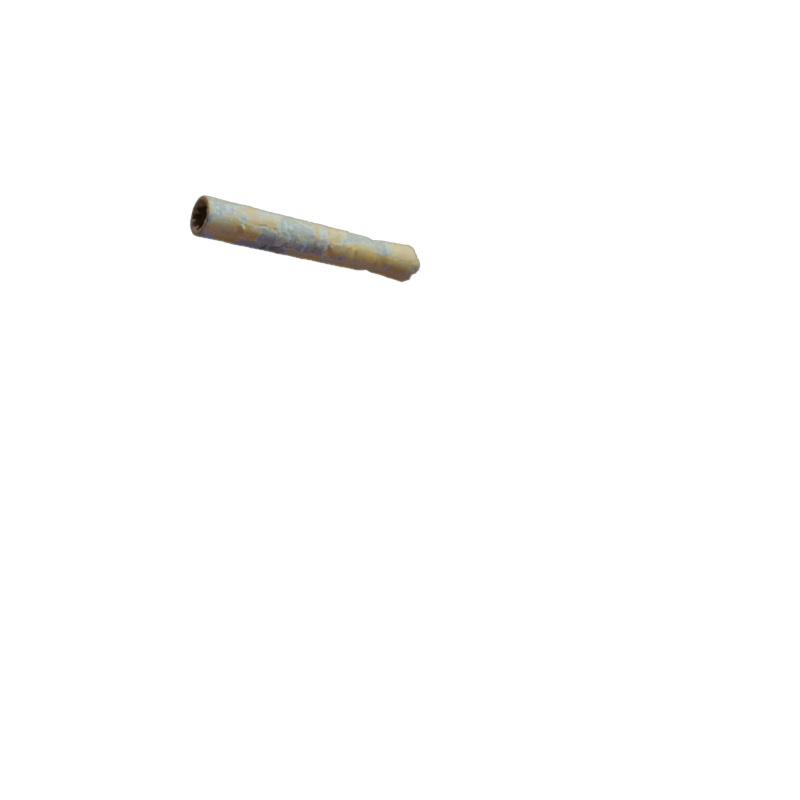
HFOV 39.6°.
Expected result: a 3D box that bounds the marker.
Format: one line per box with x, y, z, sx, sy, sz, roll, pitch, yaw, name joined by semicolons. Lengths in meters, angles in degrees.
-0.041;-0.074;0.522;0.115;0.020;0.020;9;-1;-32;marker
